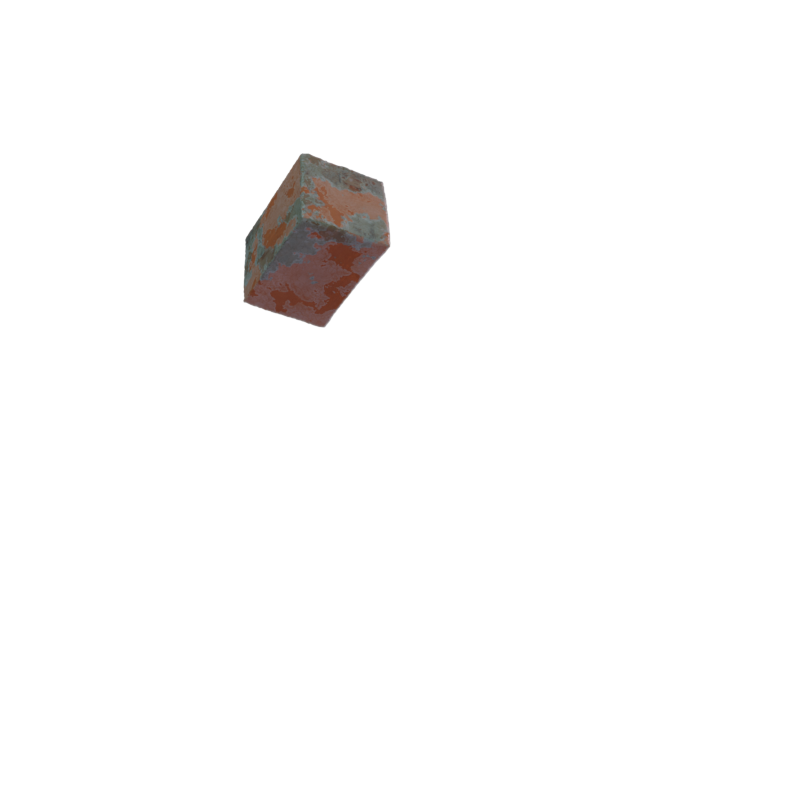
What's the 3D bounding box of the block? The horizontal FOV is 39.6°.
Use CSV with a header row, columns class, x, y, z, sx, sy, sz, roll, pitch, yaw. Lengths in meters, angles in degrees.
class,x,y,z,sx,sy,sz,roll,pitch,yaw
block,-0.048,-0.087,0.609,0.051,0.055,0.076,19,-43,-24
